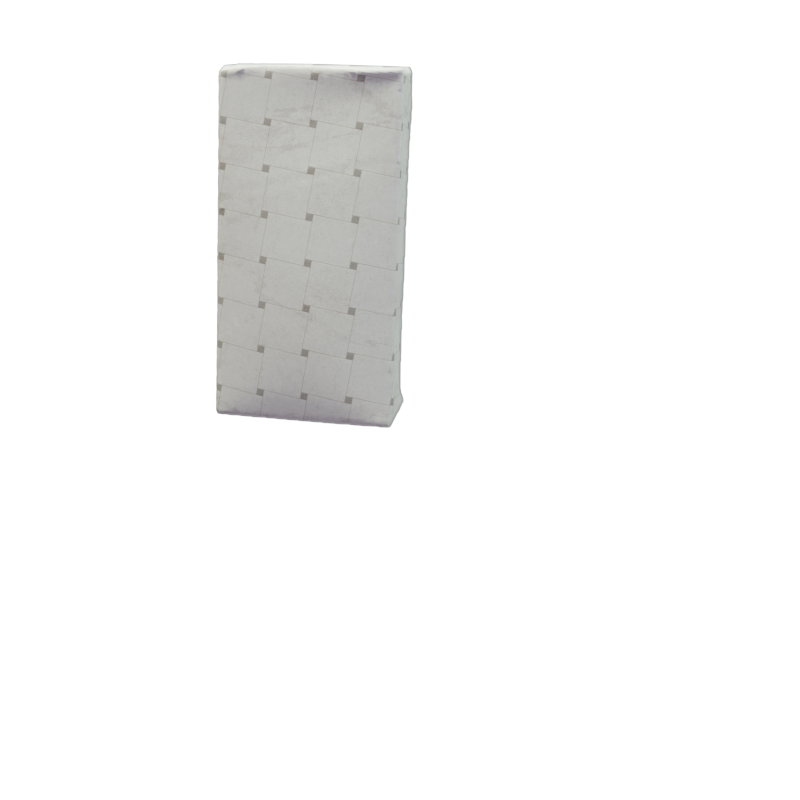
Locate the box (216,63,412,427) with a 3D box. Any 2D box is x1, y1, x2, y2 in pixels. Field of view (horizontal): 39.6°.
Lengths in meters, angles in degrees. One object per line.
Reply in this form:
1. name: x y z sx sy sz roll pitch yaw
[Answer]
1. box: -0.044 -0.079 0.556 0.095 0.171 0.049 3 12 10
